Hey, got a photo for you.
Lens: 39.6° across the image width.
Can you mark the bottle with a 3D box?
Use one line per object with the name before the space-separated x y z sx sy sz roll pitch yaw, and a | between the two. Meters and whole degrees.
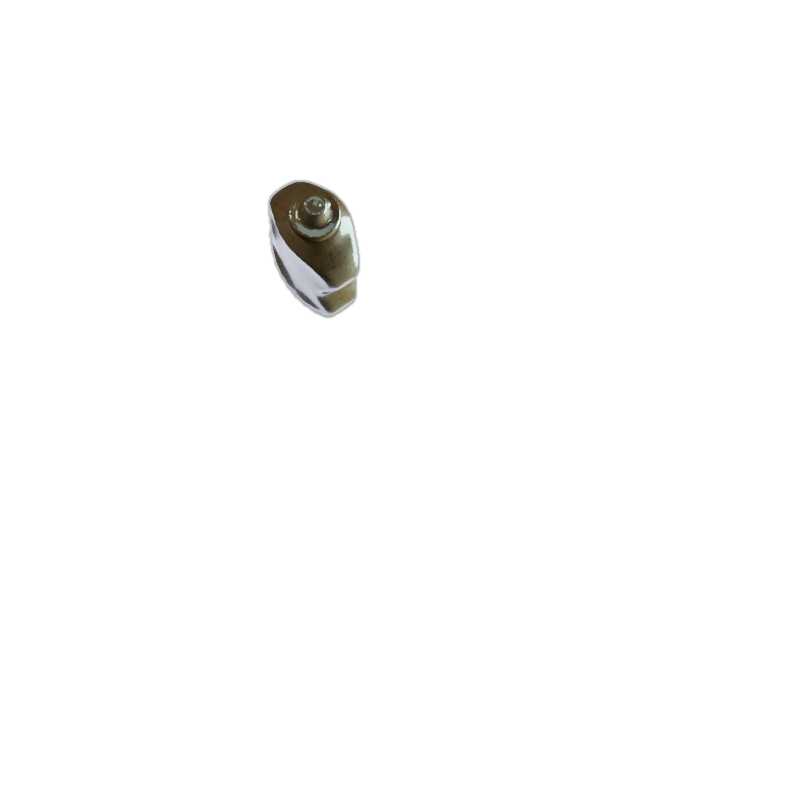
bottle | -0.073 -0.134 0.935 0.058 0.099 0.186 -32 -7 -9
